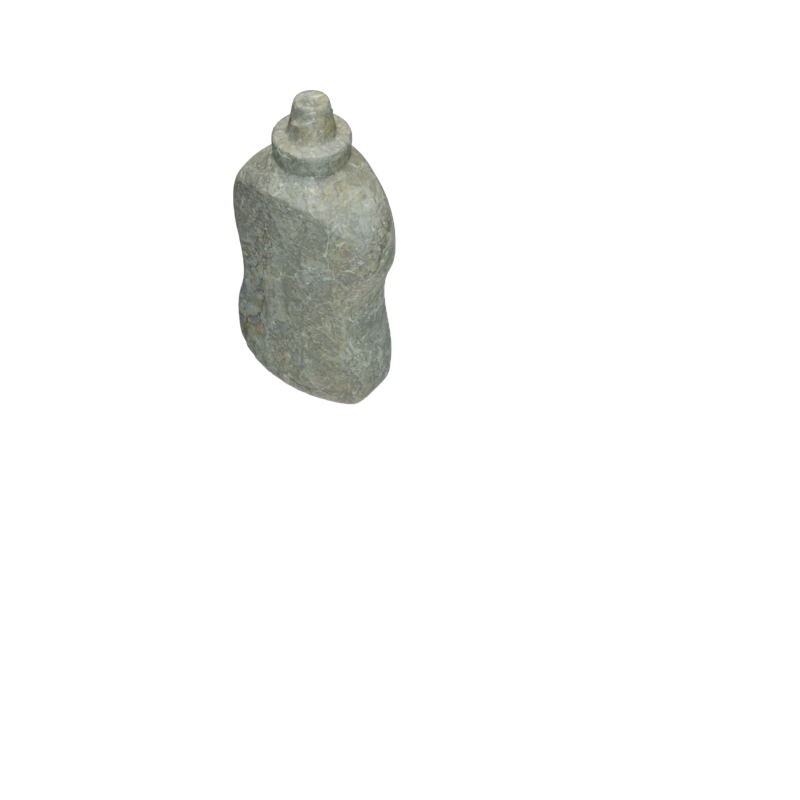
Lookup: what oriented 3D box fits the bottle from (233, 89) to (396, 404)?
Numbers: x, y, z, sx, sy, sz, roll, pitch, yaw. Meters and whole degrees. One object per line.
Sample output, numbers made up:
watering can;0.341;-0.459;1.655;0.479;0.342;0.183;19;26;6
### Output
bottle;-0.048;-0.086;0.607;0.102;0.179;0.059;33;53;25
